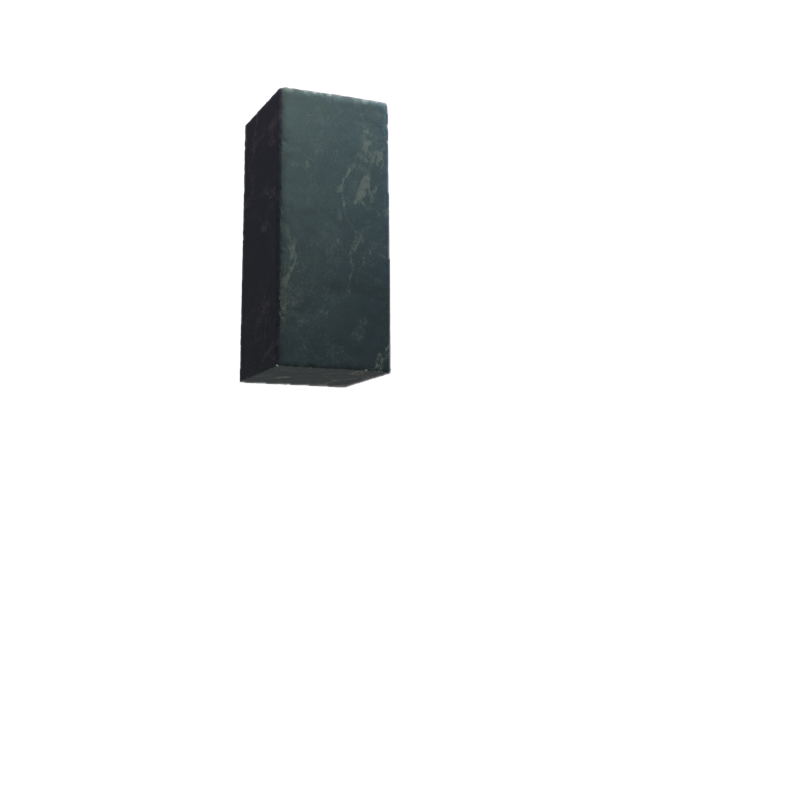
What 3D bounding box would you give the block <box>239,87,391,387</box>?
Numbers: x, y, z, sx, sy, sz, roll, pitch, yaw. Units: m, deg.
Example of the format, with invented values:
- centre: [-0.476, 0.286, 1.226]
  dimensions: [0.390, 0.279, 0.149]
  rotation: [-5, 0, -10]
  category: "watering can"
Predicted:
- centre: [-0.065, -0.120, 0.838]
  dimensions: [0.087, 0.213, 0.091]
  rotation: [5, -15, -23]
  category: "block"
